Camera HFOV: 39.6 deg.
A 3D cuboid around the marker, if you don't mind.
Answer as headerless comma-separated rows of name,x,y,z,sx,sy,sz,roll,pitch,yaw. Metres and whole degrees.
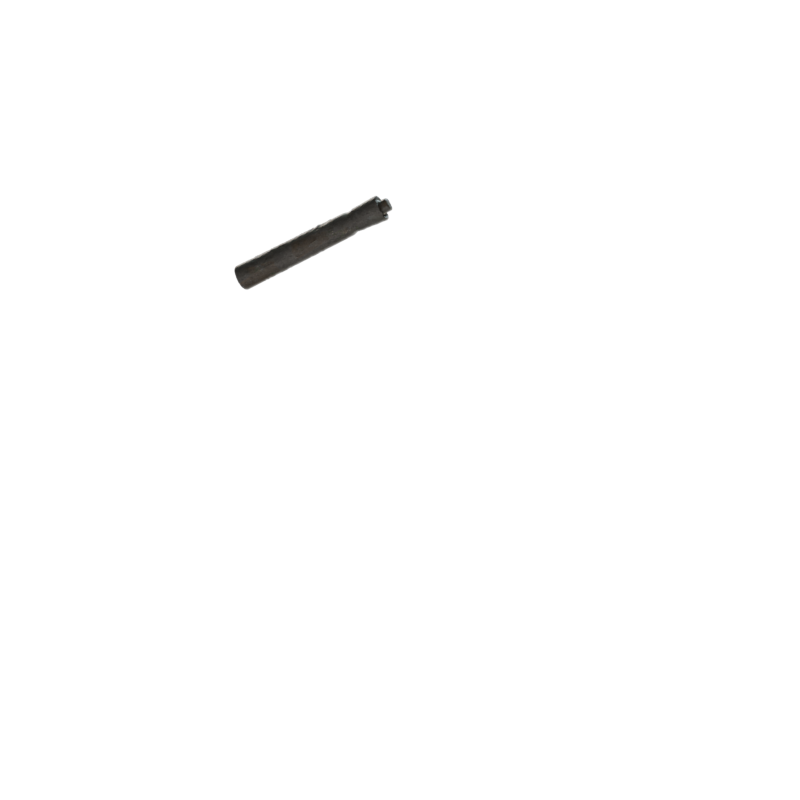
marker,-0.060,-0.110,0.771,0.121,0.020,0.019,-24,-3,17
